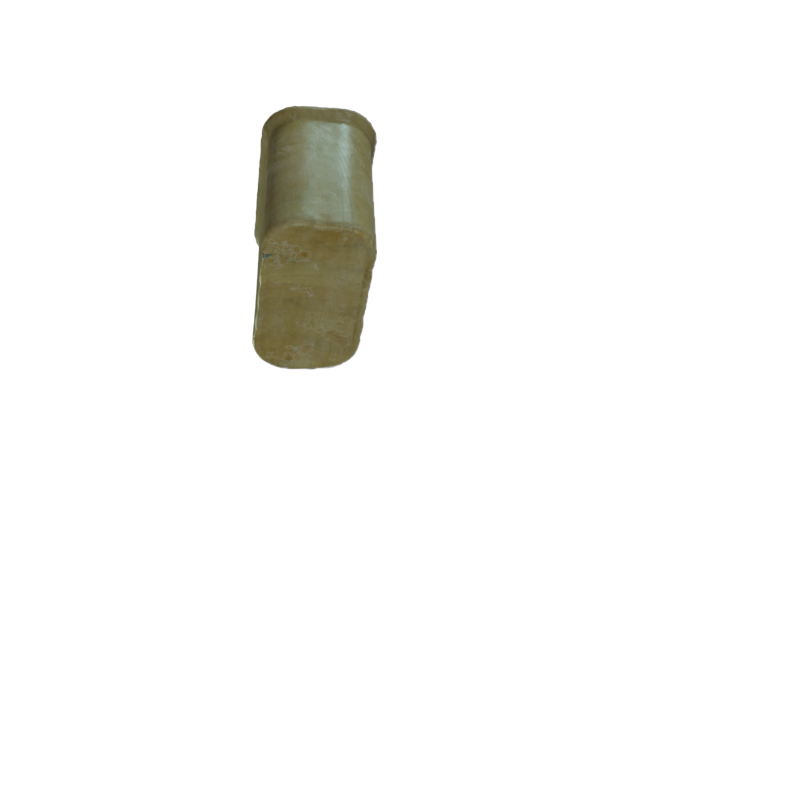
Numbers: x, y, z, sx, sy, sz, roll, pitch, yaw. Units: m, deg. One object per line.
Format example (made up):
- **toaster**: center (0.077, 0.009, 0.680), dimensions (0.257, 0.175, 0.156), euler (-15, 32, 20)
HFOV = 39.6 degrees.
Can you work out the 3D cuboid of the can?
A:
- **can**: center (-0.042, -0.077, 0.540), dimensions (0.057, 0.090, 0.096), euler (4, -44, -7)
